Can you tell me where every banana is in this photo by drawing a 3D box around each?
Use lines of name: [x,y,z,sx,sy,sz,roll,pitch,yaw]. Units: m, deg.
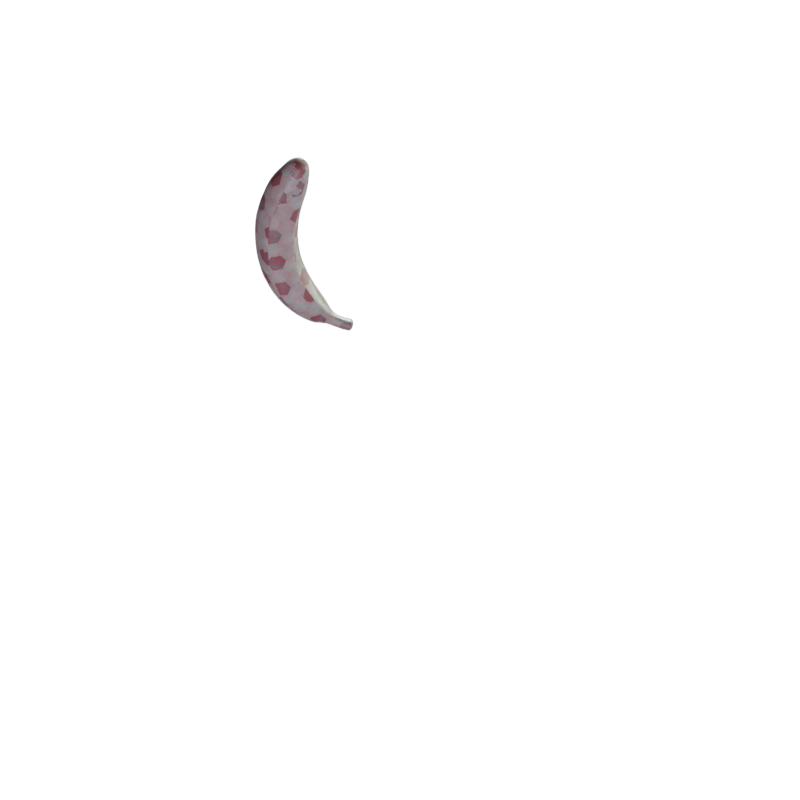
banana: [-0.094,-0.134,0.984,0.070,0.039,0.183,-9,-45,8]
